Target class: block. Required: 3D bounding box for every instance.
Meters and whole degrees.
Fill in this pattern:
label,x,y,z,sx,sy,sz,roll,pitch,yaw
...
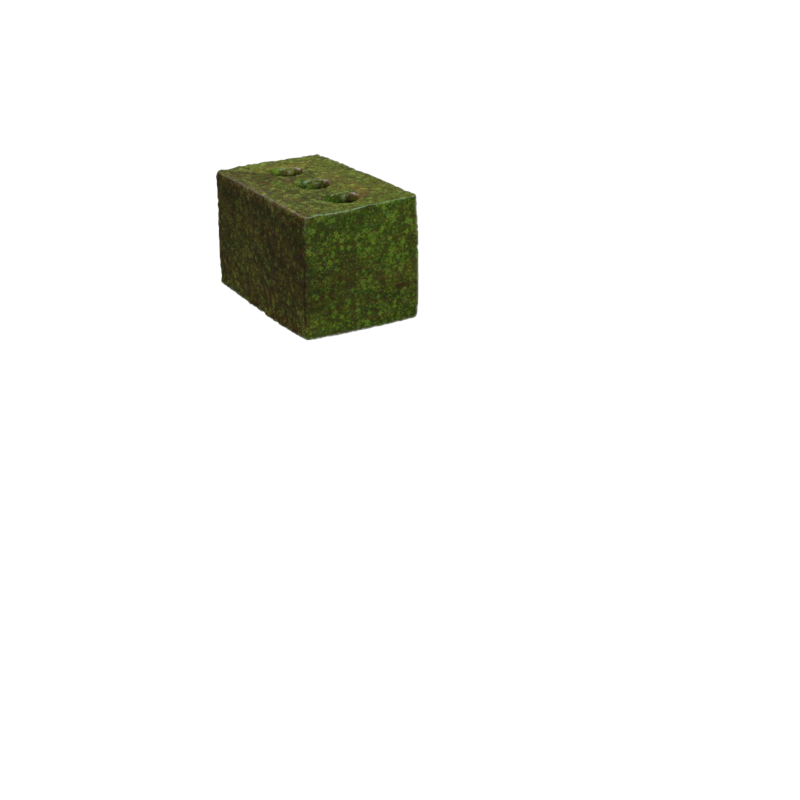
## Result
label,x,y,z,sx,sy,sz,roll,pitch,yaw
block,-0.036,-0.065,0.454,0.052,0.049,0.083,-14,28,-31
